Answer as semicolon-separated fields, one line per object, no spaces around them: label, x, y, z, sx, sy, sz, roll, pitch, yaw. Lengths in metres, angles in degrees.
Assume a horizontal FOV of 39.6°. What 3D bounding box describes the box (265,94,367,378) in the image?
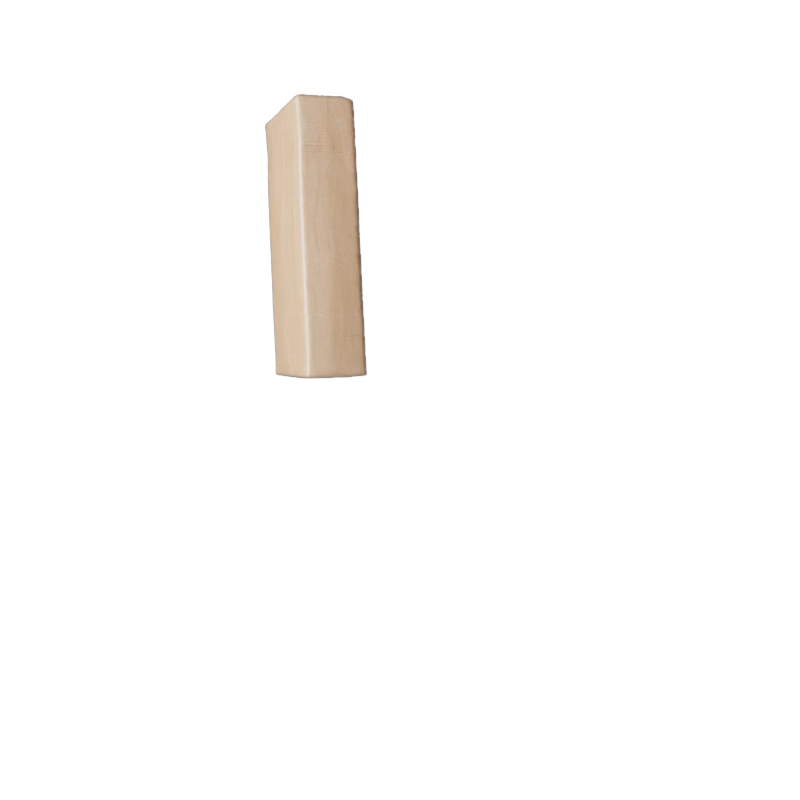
box;-0.056;-0.103;0.725;0.047;0.179;0.094;1;-4;-18
